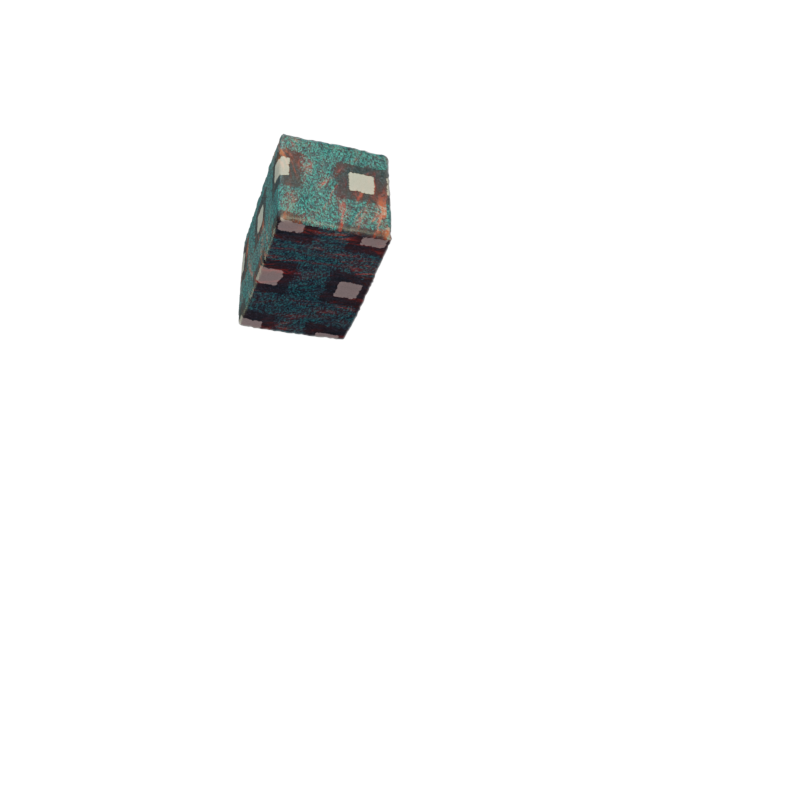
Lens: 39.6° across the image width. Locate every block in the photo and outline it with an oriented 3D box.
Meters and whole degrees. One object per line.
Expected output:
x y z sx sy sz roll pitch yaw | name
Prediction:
-0.040 -0.073 0.509 0.051 0.055 0.074 10 -39 -15 | block
